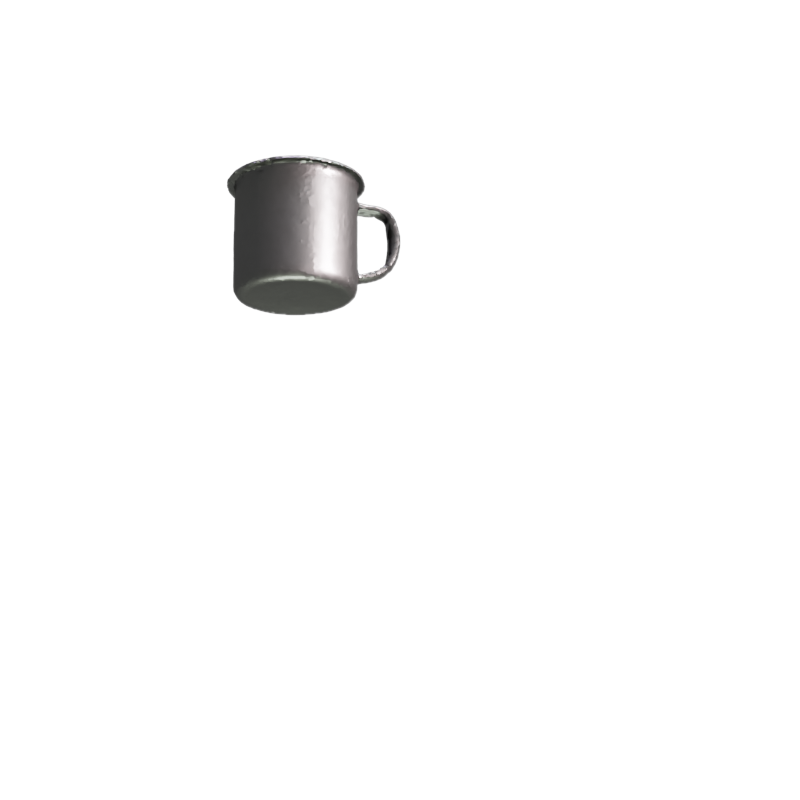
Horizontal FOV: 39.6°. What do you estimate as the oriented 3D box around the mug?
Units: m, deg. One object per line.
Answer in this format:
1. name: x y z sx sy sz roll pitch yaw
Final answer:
1. mug: -0.058 -0.105 0.737 0.115 0.085 0.091 3 -18 -12
